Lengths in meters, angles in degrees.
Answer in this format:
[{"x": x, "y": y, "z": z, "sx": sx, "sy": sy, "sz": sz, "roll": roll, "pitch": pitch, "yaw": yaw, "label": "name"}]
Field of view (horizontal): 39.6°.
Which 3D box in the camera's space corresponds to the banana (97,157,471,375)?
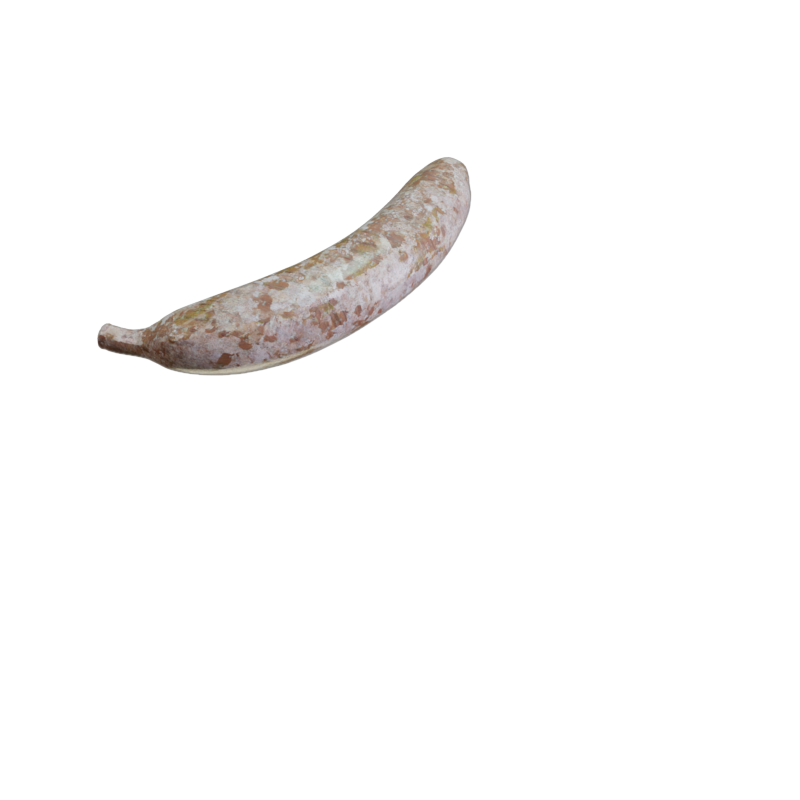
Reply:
[{"x": -0.030, "y": -0.057, "z": 0.479, "sx": 0.197, "sy": 0.034, "sz": 0.075, "roll": -29, "pitch": 51, "yaw": -27, "label": "banana"}]
